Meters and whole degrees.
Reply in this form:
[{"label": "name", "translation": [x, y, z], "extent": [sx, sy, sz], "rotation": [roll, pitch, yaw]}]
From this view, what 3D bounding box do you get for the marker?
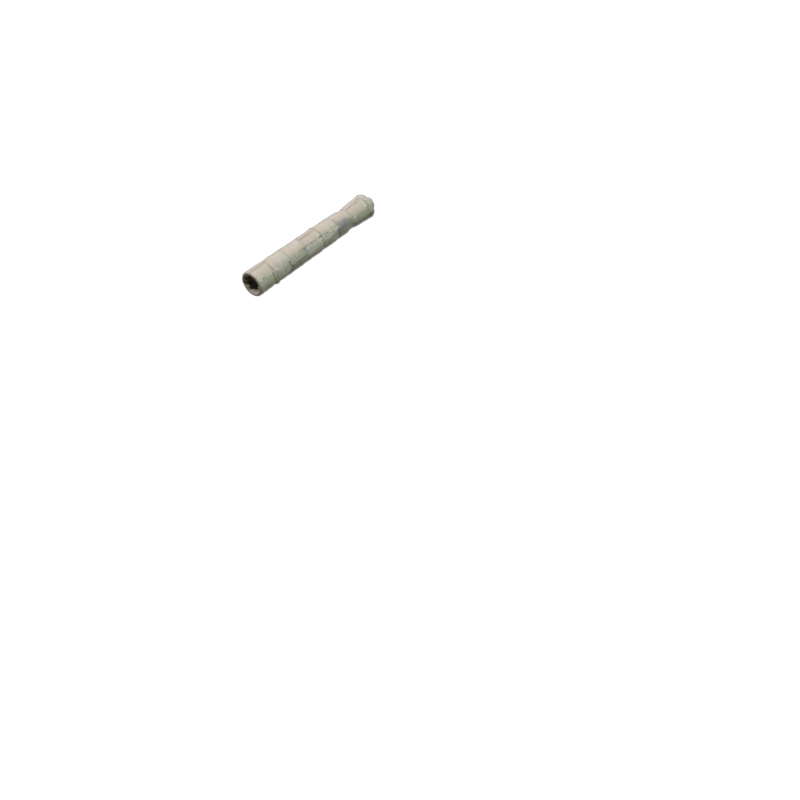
[{"label": "marker", "translation": [-0.060, -0.109, 0.764], "extent": [0.021, 0.019, 0.122], "rotation": [4, 35, 47]}]
